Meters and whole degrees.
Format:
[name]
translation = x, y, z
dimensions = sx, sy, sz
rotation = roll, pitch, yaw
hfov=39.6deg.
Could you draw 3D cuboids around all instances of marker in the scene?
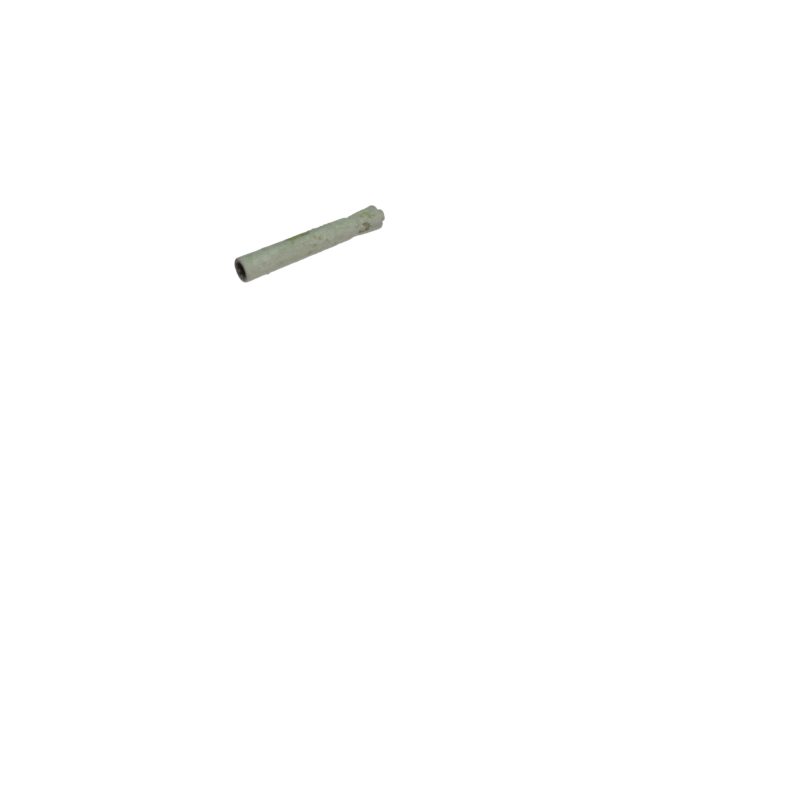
[marker]
translation = -0.063, -0.114, 0.799
dimensions = 0.120, 0.019, 0.020
rotation = -26, 15, -25
